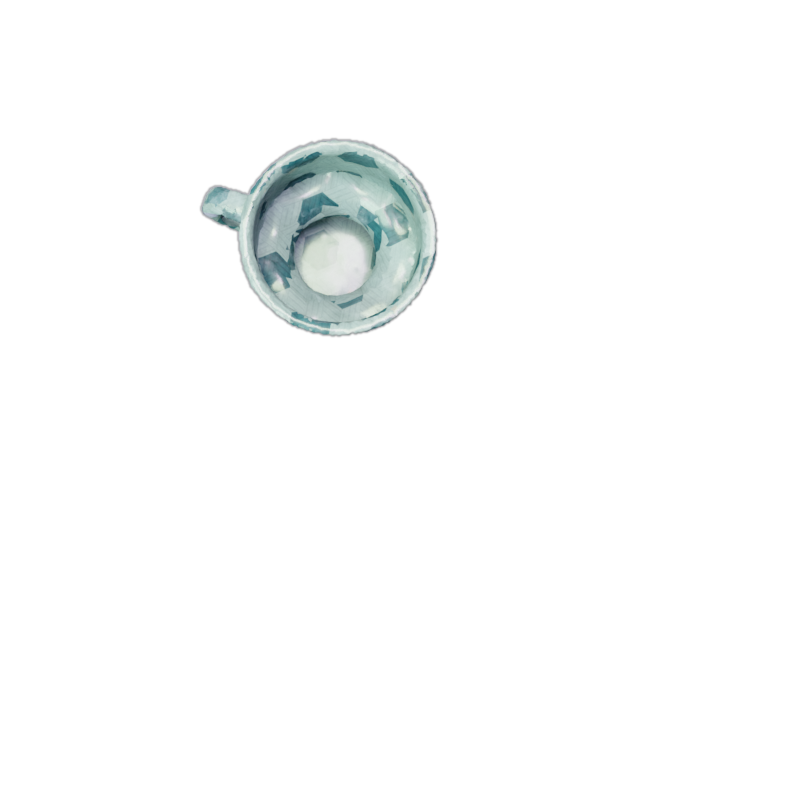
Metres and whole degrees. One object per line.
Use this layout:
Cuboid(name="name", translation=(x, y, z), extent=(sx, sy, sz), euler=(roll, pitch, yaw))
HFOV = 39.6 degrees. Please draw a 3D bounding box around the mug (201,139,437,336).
Cuboid(name="mug", translation=(-0.044, -0.080, 0.557), extent=(0.117, 0.095, 0.080), euler=(17, -6, 0))
